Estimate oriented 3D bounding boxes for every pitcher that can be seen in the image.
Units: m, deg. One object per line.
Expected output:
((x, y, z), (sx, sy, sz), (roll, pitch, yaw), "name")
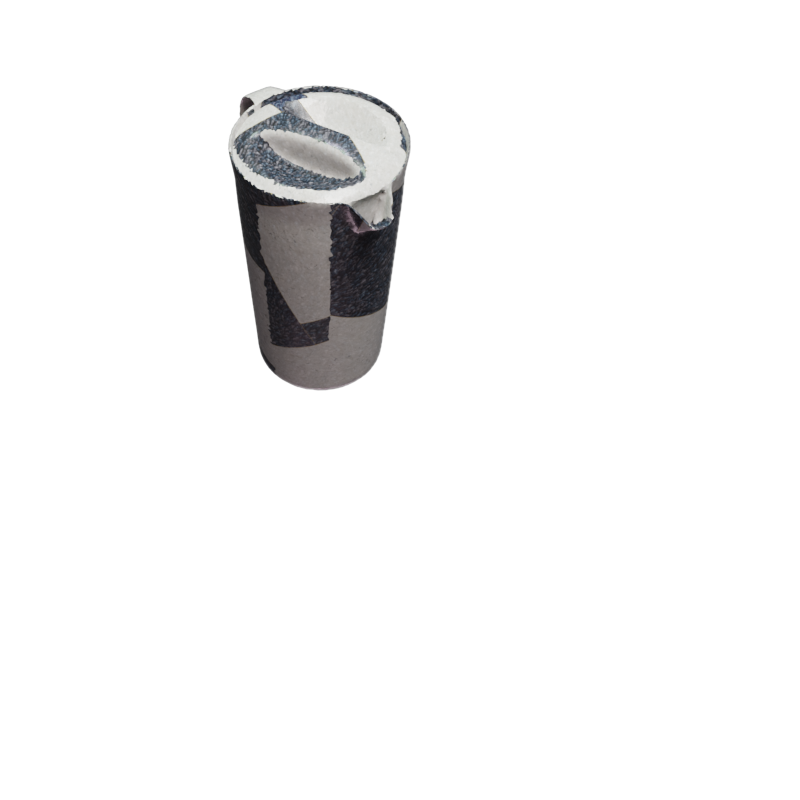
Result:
((-0.070, -0.128, 0.894), (0.146, 0.158, 0.226), (9, -40, 4), "pitcher")
